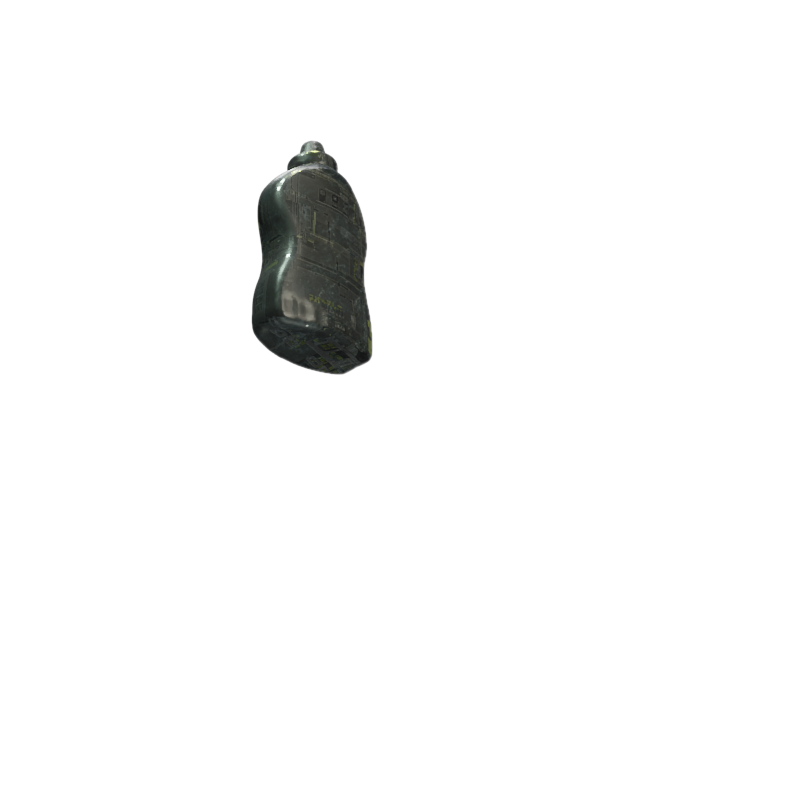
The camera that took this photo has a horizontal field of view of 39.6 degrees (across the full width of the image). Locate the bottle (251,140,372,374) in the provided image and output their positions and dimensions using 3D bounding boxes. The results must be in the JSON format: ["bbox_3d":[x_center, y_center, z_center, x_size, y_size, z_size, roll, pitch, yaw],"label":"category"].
[{"bbox_3d":[-0.067,-0.121,0.849,0.090,0.205,0.058,24,-41,-35],"label":"bottle"}]
